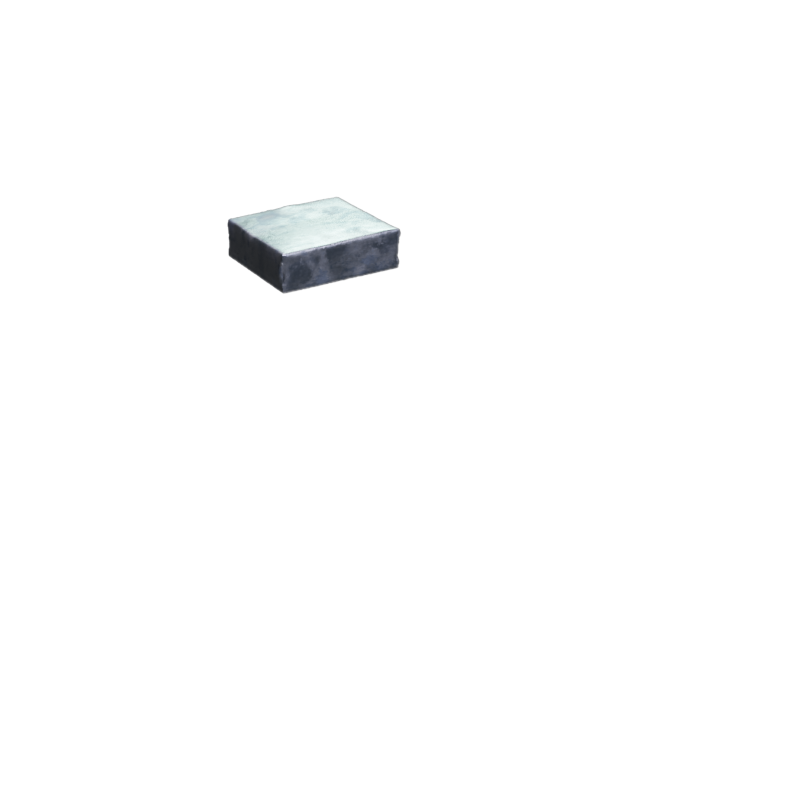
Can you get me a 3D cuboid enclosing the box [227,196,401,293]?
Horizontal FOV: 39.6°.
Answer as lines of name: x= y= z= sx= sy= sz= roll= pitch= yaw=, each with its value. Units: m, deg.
box: x=-0.056 y=-0.102 z=0.714 sx=0.088 sy=0.029 sz=0.078 roll=-17 pitch=32 yaw=-29
